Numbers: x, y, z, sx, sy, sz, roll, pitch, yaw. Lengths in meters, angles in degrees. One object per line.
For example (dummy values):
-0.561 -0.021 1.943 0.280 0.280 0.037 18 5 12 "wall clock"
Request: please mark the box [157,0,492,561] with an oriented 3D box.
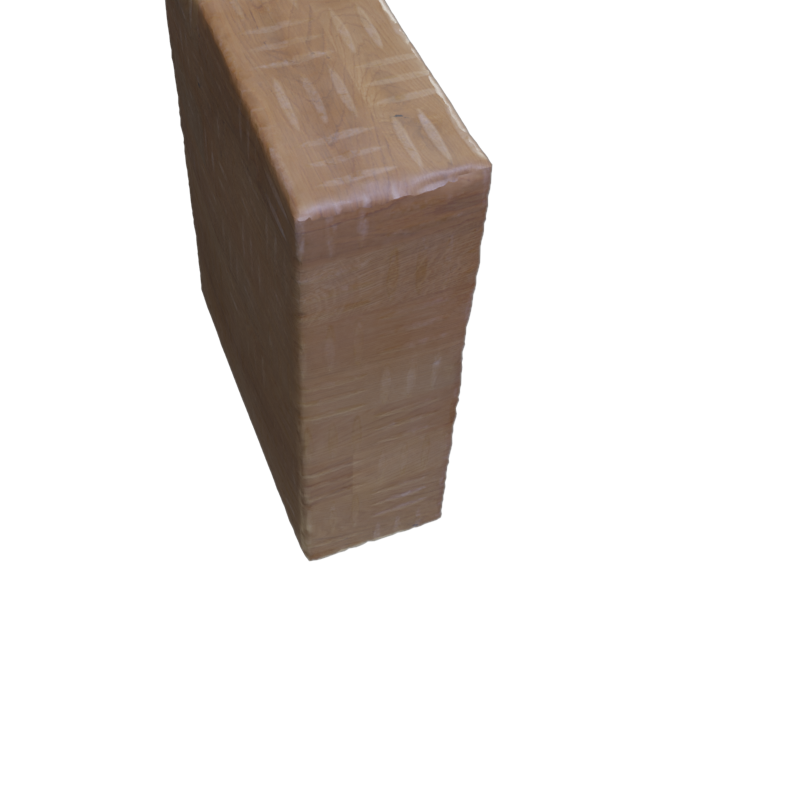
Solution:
-0.034 -0.063 0.440 0.071 0.177 0.199 -15 -36 -15 "box"
